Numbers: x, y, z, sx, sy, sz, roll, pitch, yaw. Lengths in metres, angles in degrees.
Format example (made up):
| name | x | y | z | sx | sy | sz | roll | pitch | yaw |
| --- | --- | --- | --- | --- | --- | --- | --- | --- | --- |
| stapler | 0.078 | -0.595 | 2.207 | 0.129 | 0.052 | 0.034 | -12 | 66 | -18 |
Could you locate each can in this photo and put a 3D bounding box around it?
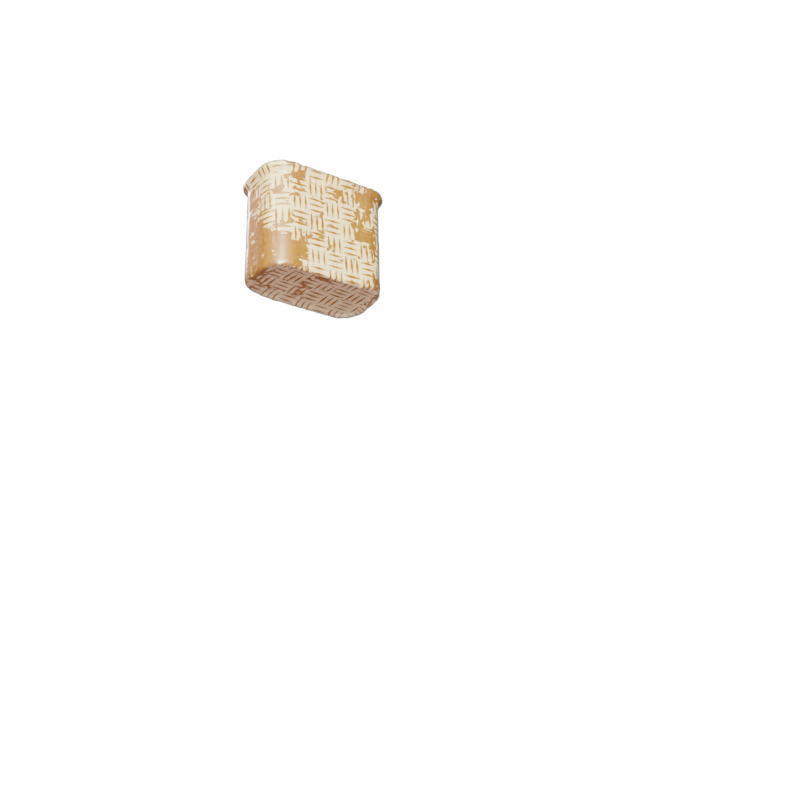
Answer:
| name | x | y | z | sx | sy | sz | roll | pitch | yaw |
| --- | --- | --- | --- | --- | --- | --- | --- | --- | --- |
| can | -0.062 | -0.114 | 0.798 | 0.097 | 0.089 | 0.057 | 15 | -32 | -29 |
